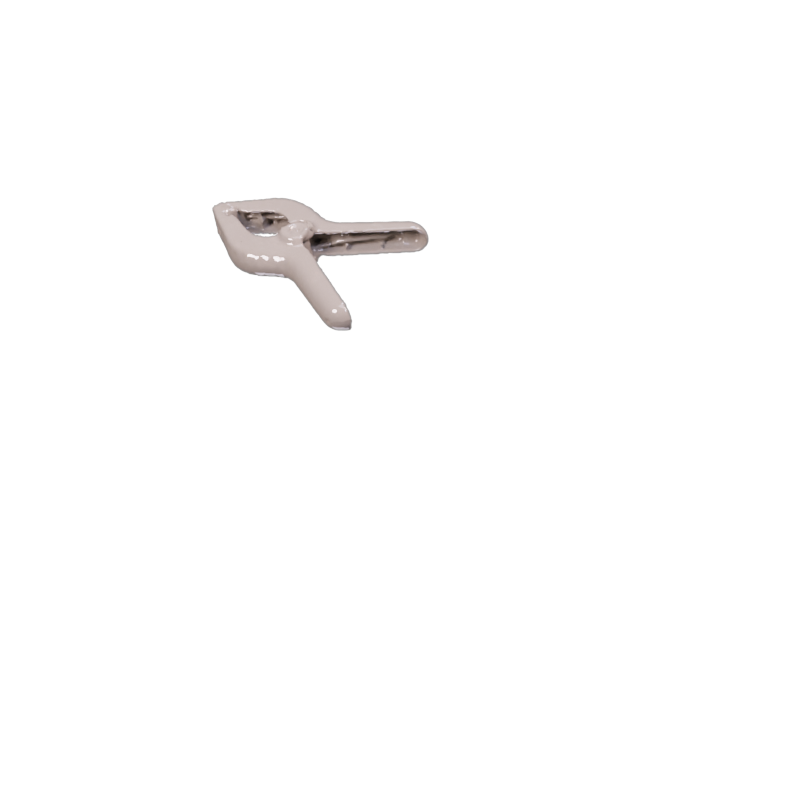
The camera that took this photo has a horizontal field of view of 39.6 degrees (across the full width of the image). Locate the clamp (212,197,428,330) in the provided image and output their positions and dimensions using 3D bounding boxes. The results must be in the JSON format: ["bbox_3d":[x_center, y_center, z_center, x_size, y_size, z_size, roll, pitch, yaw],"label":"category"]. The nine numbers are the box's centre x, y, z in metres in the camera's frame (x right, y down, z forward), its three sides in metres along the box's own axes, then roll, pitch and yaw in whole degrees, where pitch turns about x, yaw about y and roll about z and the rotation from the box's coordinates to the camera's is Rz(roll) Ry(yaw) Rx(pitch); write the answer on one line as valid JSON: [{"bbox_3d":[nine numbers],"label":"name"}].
[{"bbox_3d":[-0.067,-0.123,0.859,0.183,0.037,0.121,31,49,31],"label":"clamp"}]
